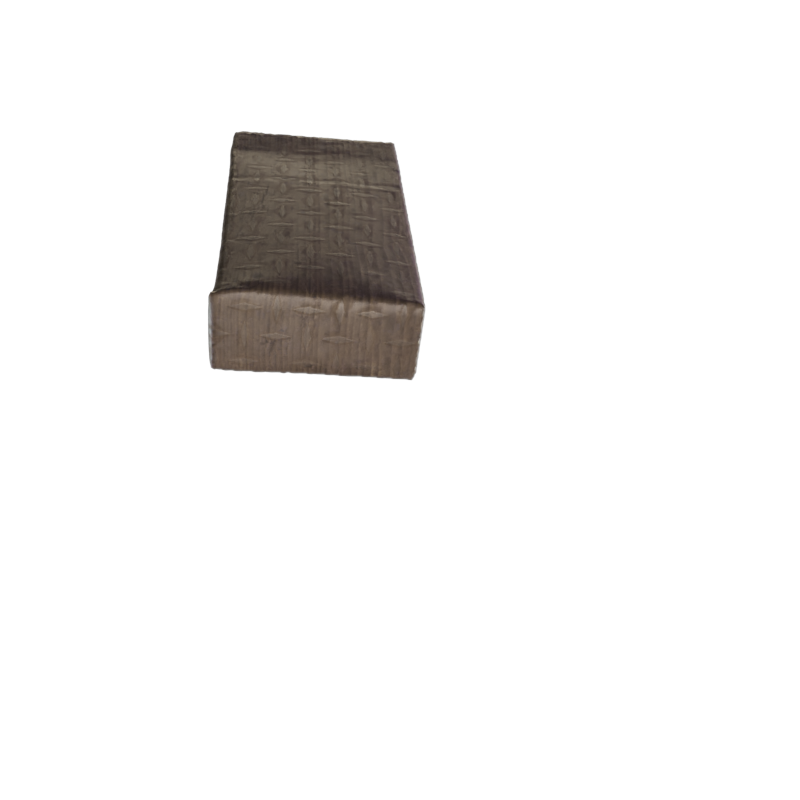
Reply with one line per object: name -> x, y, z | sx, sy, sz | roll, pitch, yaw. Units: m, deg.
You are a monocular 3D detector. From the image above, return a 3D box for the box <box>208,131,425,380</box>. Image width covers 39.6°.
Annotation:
box -> -0.043, -0.078, 0.551 | 0.093, 0.045, 0.187 | 3, 32, -5
